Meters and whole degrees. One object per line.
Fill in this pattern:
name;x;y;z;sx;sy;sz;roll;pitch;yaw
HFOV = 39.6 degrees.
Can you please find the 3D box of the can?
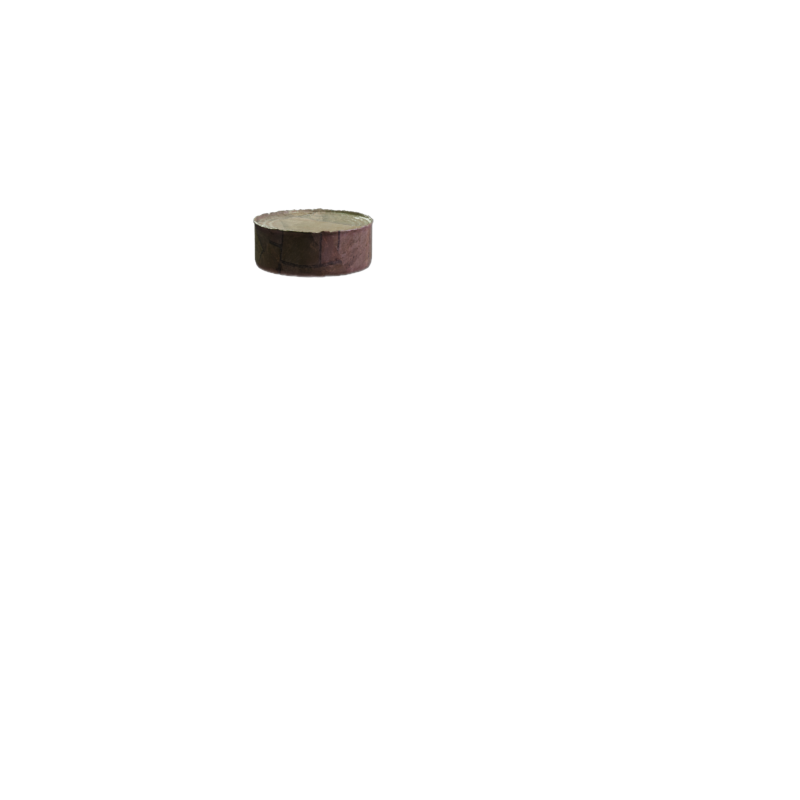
can;-0.062;-0.113;0.793;0.086;0.032;0.089;-1;19;-2
